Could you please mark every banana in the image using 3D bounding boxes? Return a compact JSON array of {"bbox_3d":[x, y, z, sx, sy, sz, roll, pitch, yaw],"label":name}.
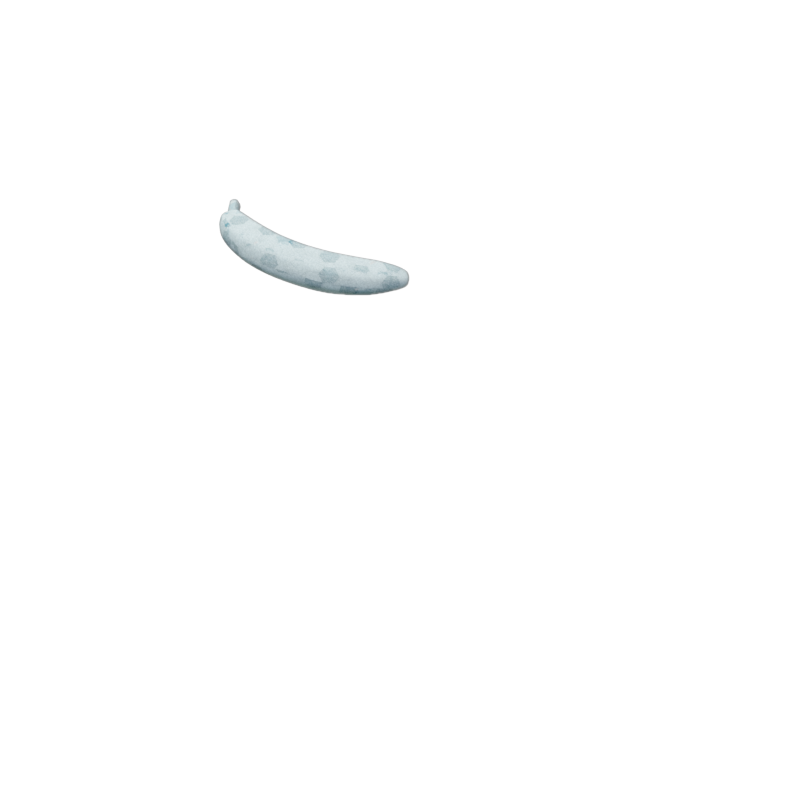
[{"bbox_3d":[-0.091,-0.132,0.987,0.207,0.034,0.071,27,52,22],"label":"banana"}]
